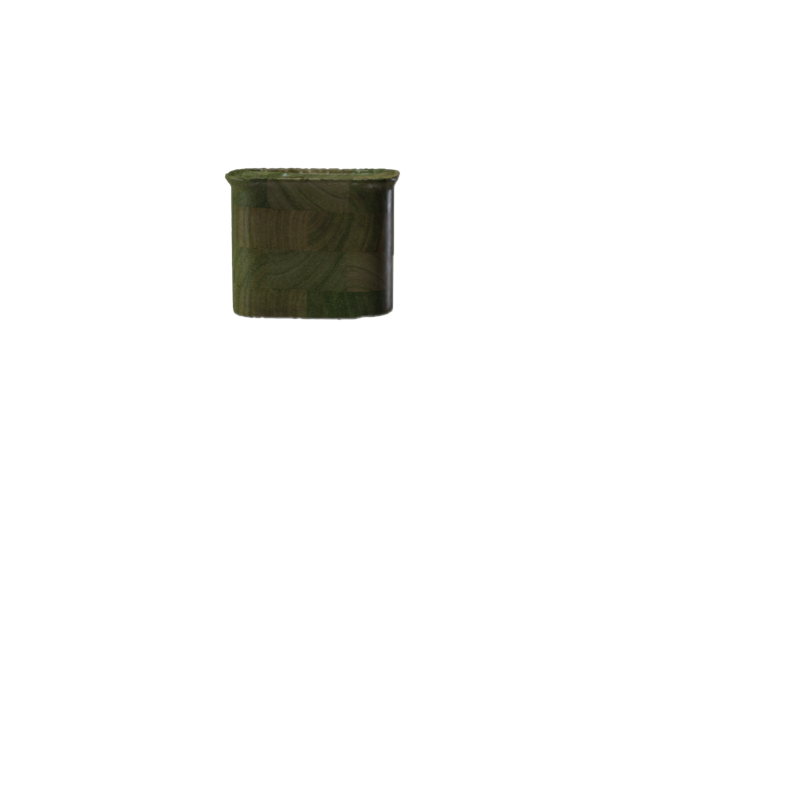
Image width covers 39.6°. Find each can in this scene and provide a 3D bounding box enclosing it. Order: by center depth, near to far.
[{"bbox_3d":[-0.052,-0.095,0.662,0.103,0.082,0.059,1,12,4],"label":"can"}]
